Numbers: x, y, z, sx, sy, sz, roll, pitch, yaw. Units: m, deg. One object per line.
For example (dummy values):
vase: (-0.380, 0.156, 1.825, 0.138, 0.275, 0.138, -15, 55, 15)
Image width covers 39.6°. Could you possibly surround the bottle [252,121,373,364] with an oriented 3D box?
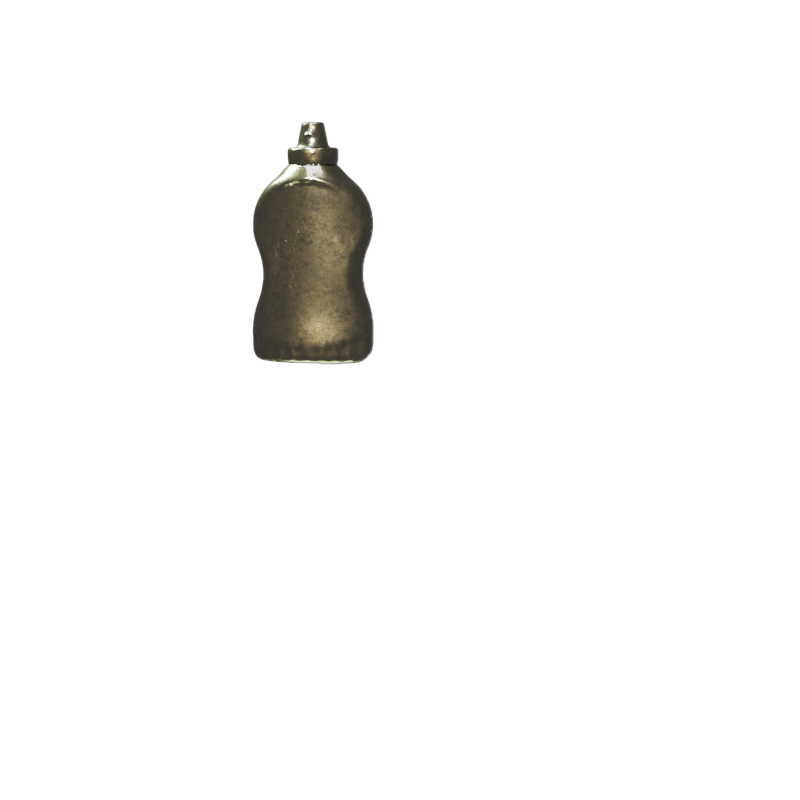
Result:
bottle: (-0.070, -0.128, 0.894, 0.098, 0.190, 0.058, 1, 4, 11)
